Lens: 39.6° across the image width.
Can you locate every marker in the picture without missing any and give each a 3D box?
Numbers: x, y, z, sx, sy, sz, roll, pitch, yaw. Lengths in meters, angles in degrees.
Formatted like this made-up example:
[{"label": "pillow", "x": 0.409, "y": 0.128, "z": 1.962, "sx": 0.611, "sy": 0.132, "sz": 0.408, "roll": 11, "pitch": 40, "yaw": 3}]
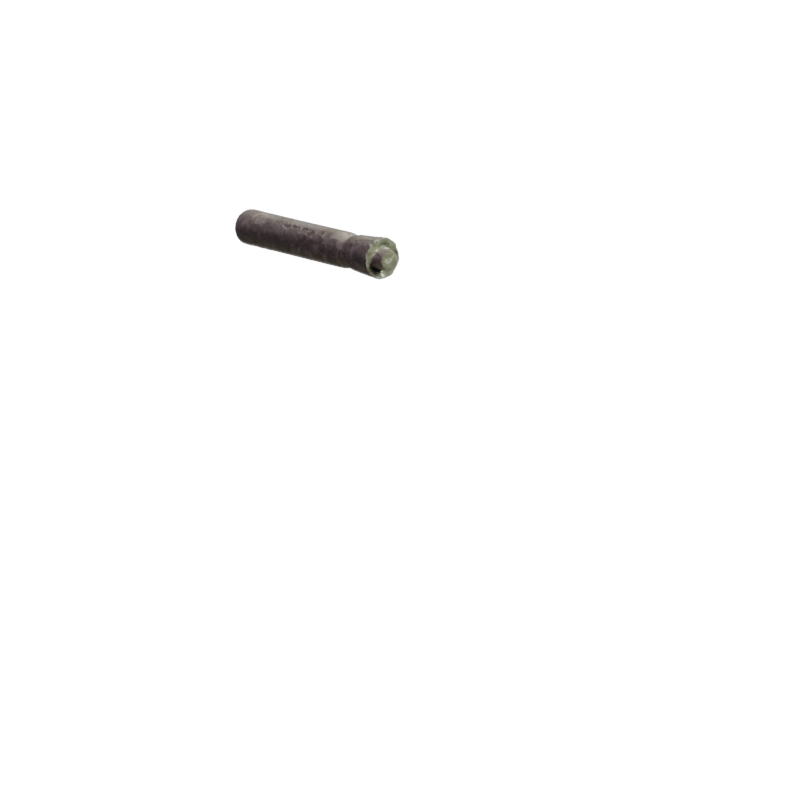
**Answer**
[{"label": "marker", "x": -0.042, "y": -0.076, "z": 0.535, "sx": 0.019, "sy": 0.019, "sz": 0.128, "roll": -3, "pitch": 15, "yaw": -36}]
